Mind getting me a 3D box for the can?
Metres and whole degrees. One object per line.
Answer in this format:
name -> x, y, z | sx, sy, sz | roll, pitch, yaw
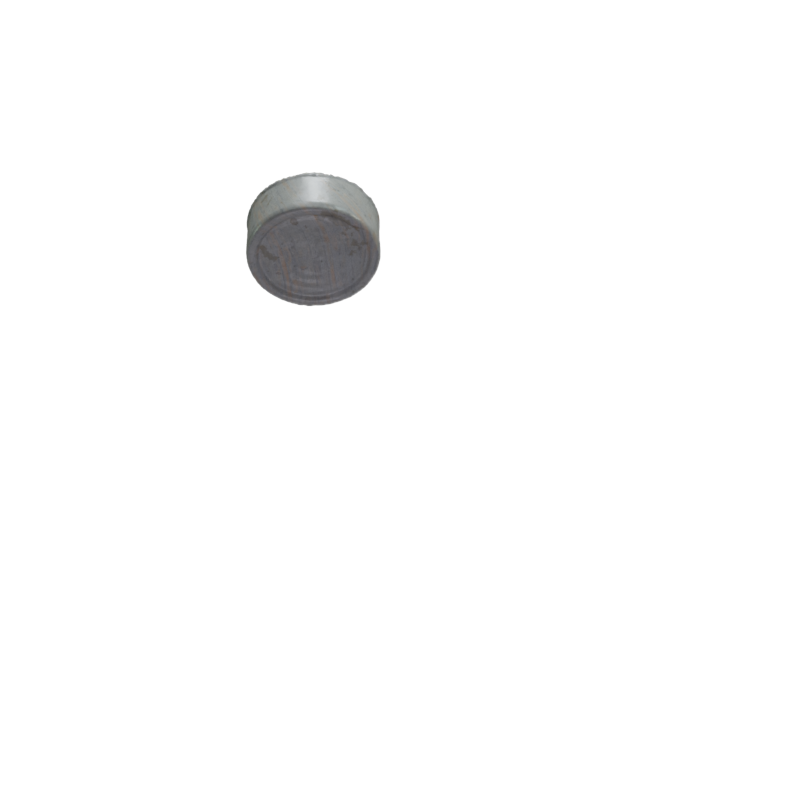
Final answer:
can -> -0.055, -0.100, 0.702 | 0.086, 0.080, 0.036 | 1, 45, -1
